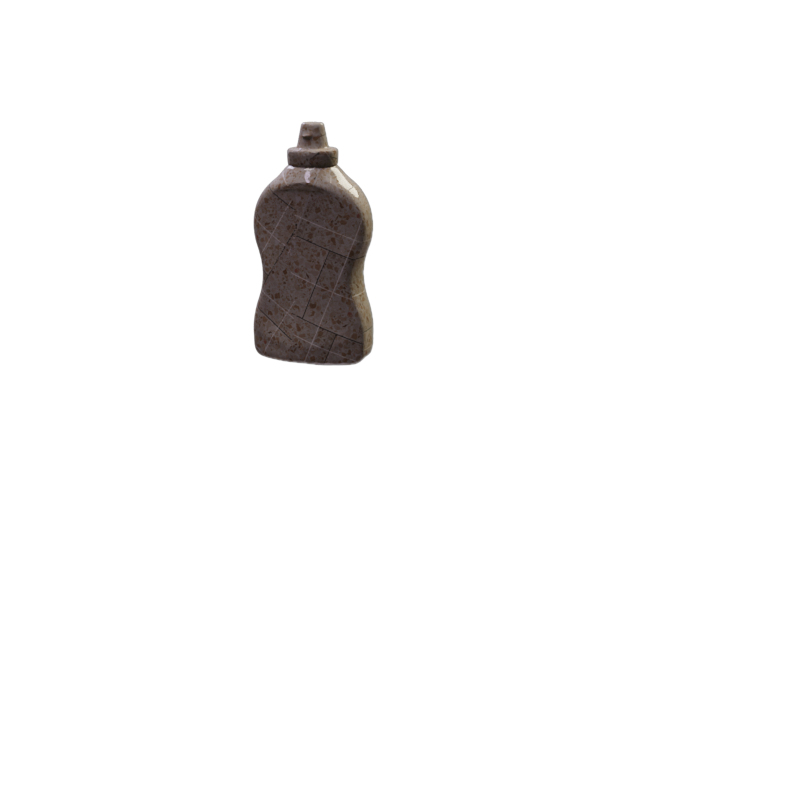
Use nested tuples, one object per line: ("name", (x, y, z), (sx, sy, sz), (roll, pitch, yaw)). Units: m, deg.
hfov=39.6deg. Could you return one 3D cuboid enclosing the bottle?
("bottle", (-0.070, -0.127, 0.892), (0.099, 0.187, 0.058), (5, 12, 20))
